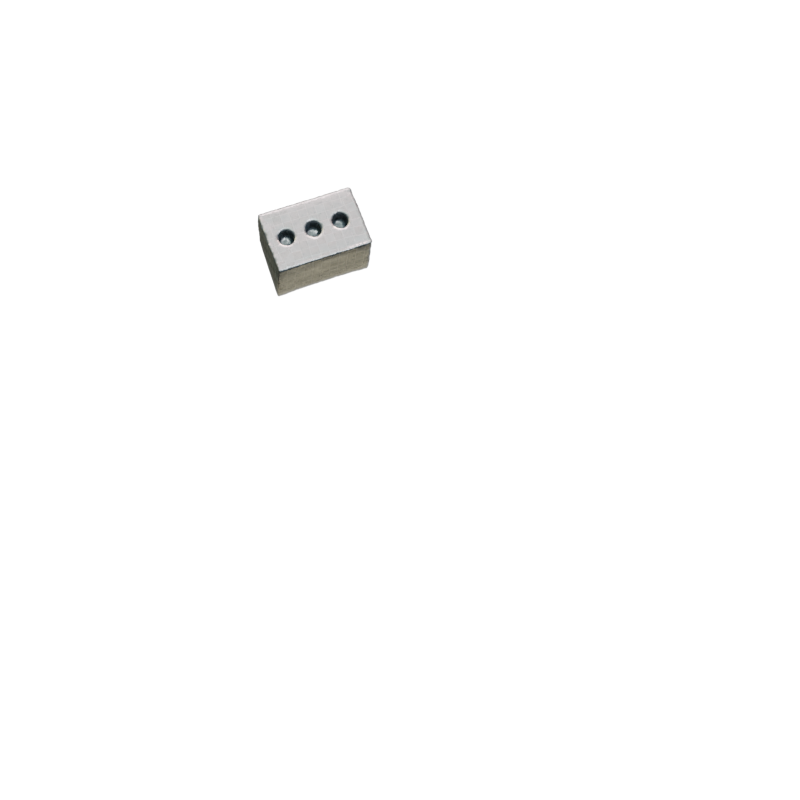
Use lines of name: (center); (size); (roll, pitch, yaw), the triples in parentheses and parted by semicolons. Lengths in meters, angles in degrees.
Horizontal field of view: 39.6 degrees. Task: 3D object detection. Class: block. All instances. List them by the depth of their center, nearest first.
block: (-0.068, -0.124, 0.871); (0.078, 0.056, 0.049); (-19, -18, -8)
